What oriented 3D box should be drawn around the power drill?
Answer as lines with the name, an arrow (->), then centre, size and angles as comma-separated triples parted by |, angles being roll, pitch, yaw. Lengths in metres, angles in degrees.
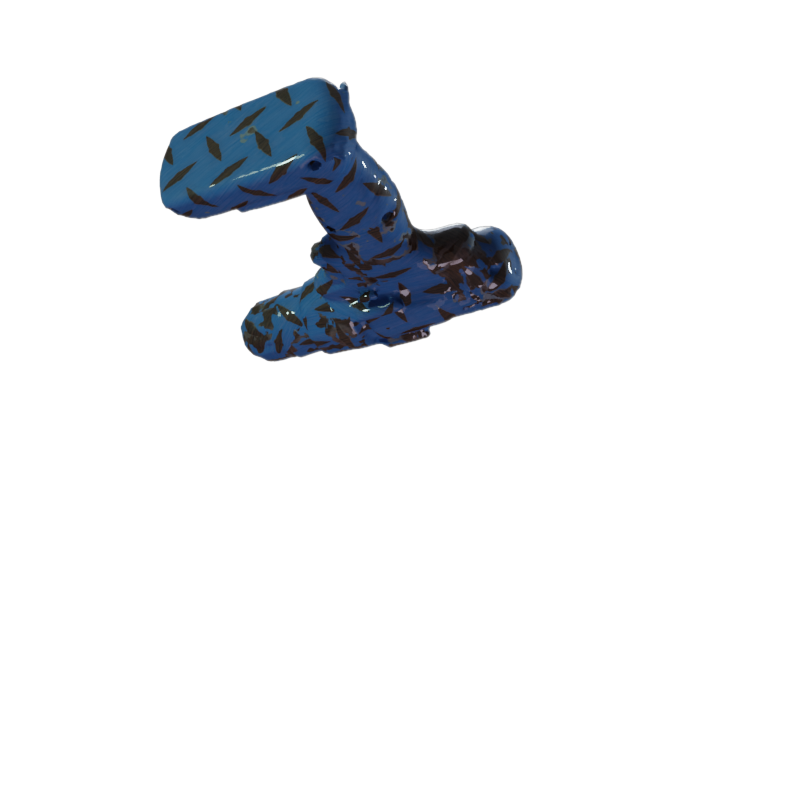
power drill -> -0.048, -0.088, 0.619 | 0.186, 0.061, 0.174 | -16, -33, 26
